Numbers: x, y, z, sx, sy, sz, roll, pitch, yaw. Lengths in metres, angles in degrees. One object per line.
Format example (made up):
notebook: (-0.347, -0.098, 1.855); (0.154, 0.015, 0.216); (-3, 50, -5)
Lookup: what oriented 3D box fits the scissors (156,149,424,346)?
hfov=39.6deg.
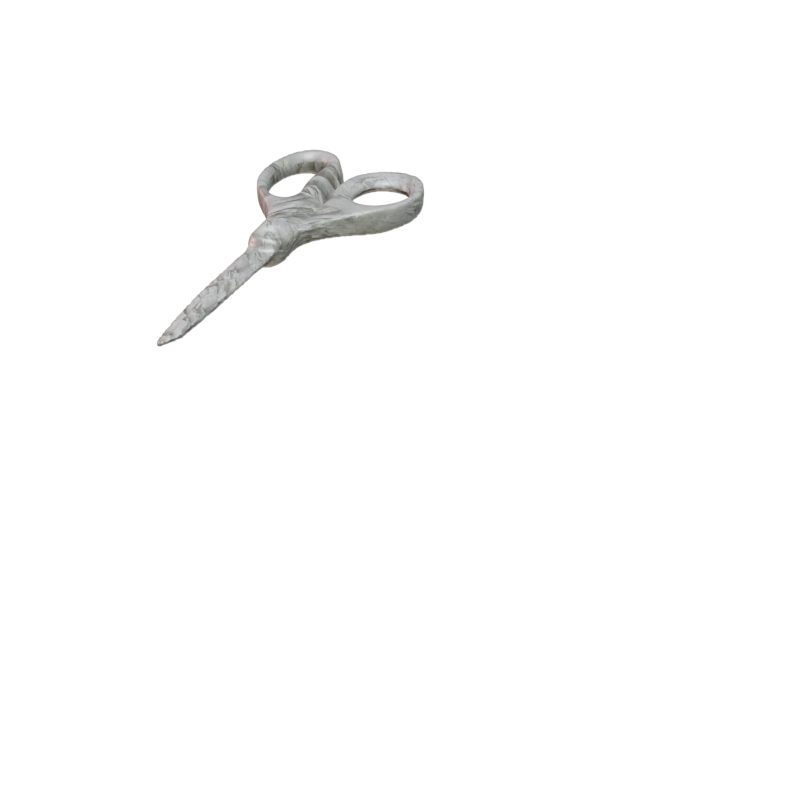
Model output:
scissors: (-0.041, -0.075, 0.524); (0.097, 0.015, 0.212); (3, 33, 5)
